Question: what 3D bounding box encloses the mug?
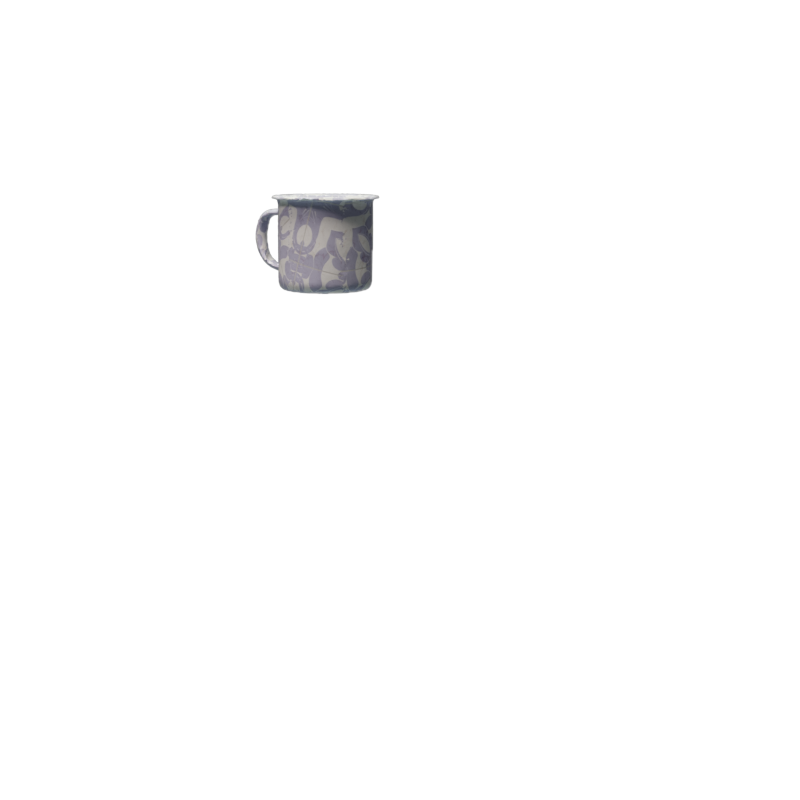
[{"bbox_3d":[-0.075,-0.137,0.963,0.121,0.080,0.092,5,10,27],"label":"mug"}]
